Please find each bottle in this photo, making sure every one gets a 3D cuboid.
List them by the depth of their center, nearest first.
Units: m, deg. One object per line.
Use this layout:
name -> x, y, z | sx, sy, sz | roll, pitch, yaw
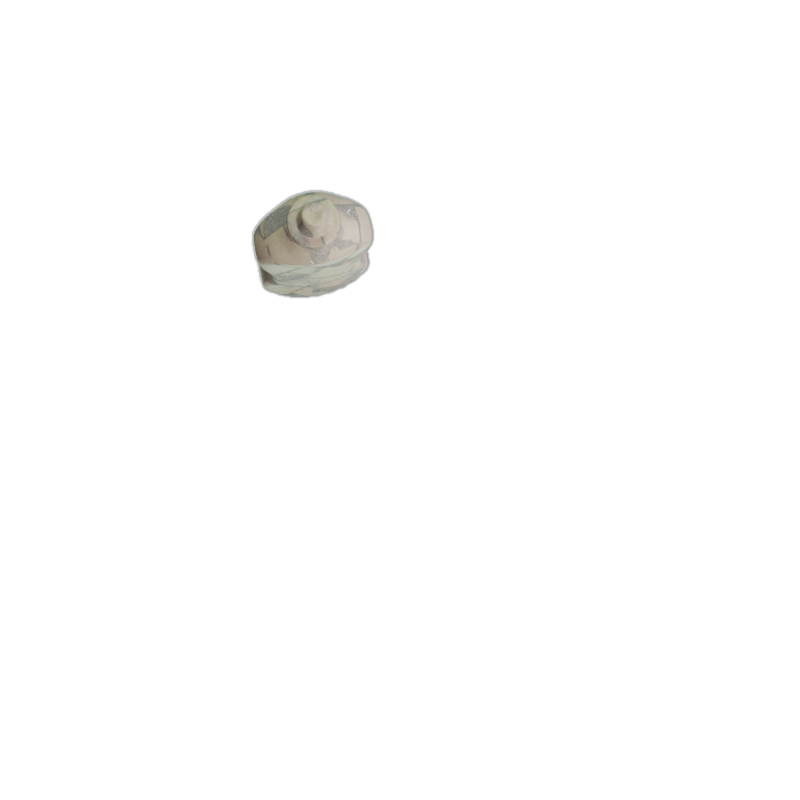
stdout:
bottle -> -0.070, -0.128, 0.901 | 0.096, 0.060, 0.188 | -9, -5, -5
